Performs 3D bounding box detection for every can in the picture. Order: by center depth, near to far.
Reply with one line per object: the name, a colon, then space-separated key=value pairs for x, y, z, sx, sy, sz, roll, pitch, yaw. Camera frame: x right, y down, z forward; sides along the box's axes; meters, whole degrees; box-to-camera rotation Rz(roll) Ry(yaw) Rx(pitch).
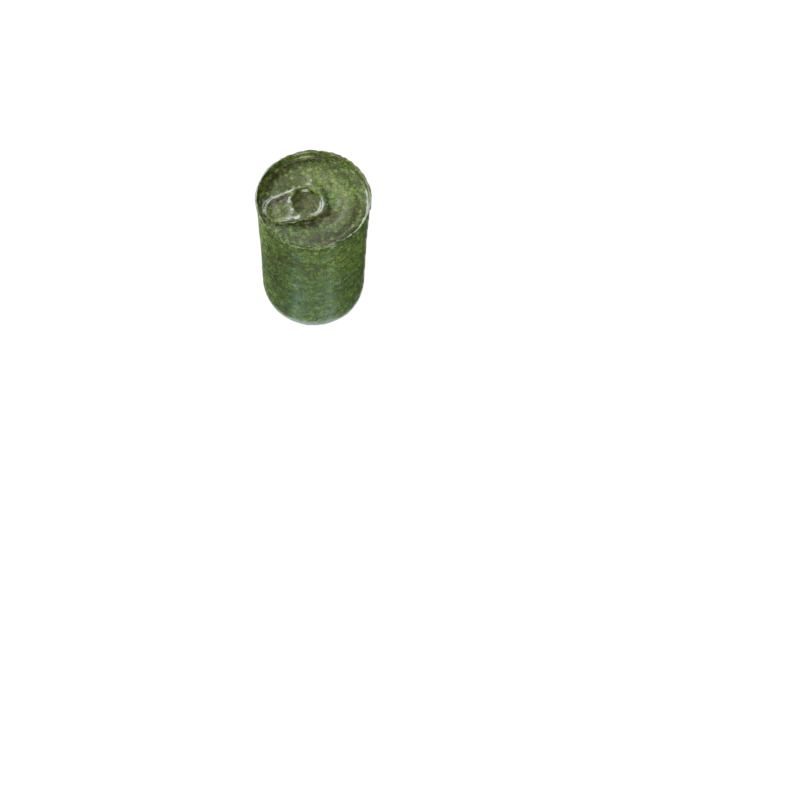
can: x=-0.054 y=-0.098 z=0.686 sx=0.068 sy=0.073 sz=0.096 roll=0 pitch=-26 yaw=-3
